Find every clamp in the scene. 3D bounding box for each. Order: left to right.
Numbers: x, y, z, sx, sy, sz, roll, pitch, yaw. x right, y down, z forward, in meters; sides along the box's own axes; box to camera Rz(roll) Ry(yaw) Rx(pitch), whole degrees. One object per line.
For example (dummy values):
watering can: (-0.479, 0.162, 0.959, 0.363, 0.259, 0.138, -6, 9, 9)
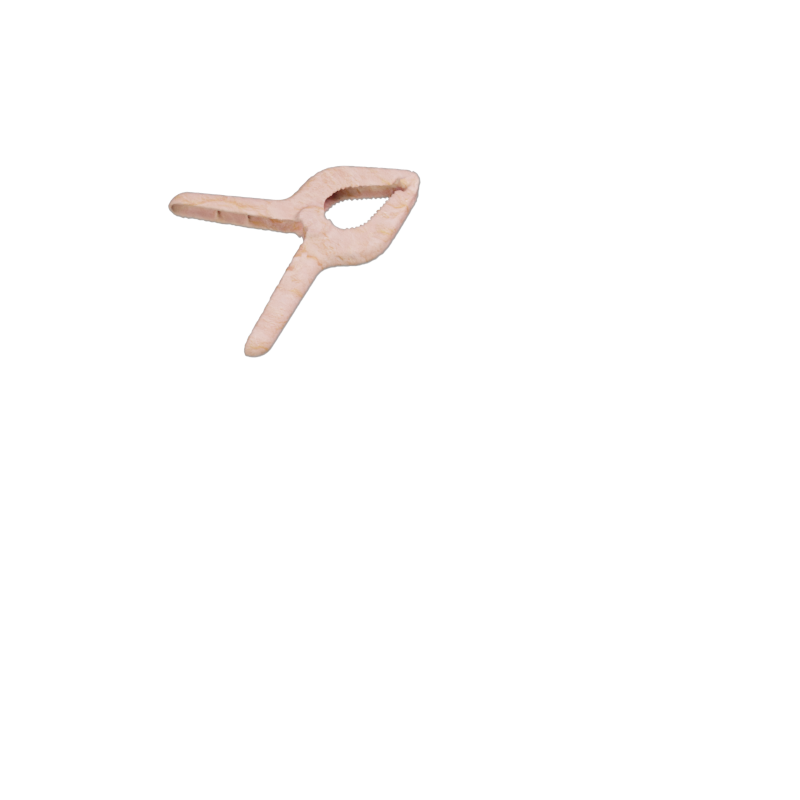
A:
clamp: (-0.073, -0.133, 0.934, 0.209, 0.175, 0.034, -19, -25, -9)
